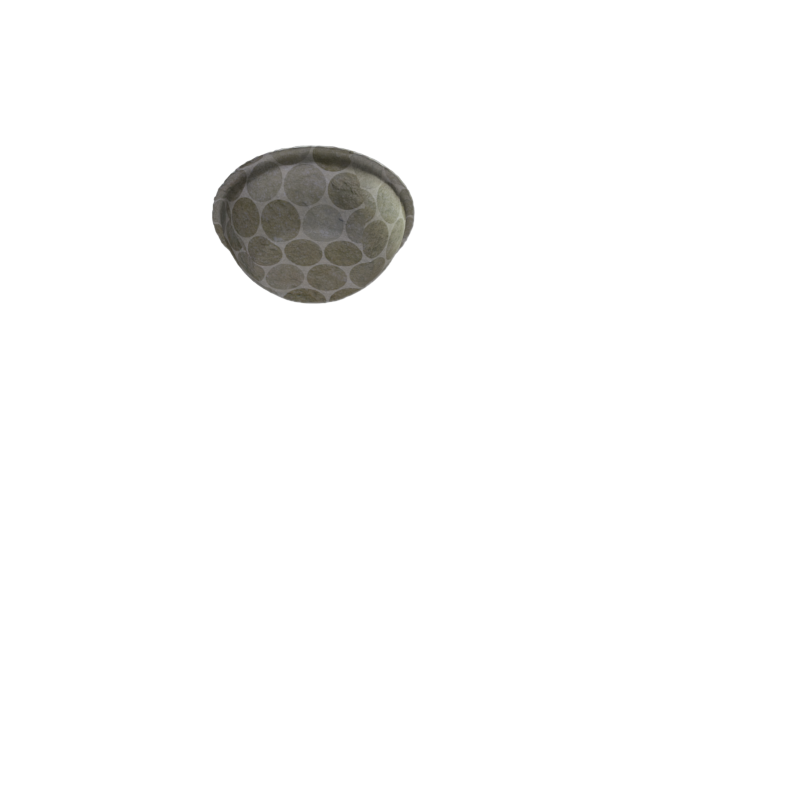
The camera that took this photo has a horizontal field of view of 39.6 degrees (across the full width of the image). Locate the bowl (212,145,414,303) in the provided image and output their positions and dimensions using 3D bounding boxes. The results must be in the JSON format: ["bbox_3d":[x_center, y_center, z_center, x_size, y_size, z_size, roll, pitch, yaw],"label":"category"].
[{"bbox_3d":[-0.068,-0.124,0.868,0.162,0.059,0.151,1,-35,-2],"label":"bowl"}]
